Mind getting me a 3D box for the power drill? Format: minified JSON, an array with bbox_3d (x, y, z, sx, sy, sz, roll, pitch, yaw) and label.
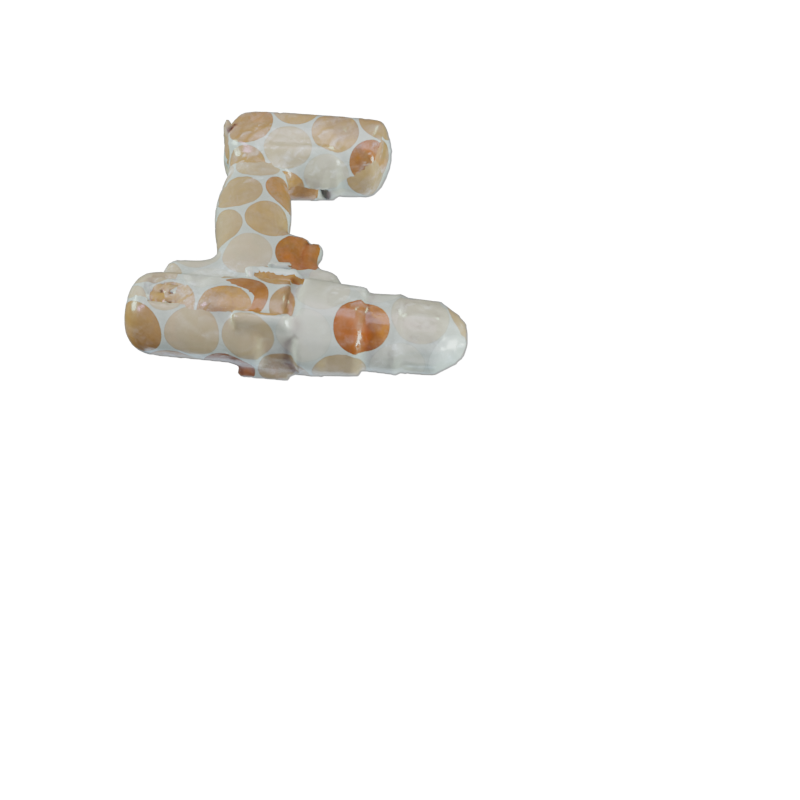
[{"bbox_3d":[-0.050,-0.092,0.644,0.186,0.053,0.200,5,45,5],"label":"power drill"}]
